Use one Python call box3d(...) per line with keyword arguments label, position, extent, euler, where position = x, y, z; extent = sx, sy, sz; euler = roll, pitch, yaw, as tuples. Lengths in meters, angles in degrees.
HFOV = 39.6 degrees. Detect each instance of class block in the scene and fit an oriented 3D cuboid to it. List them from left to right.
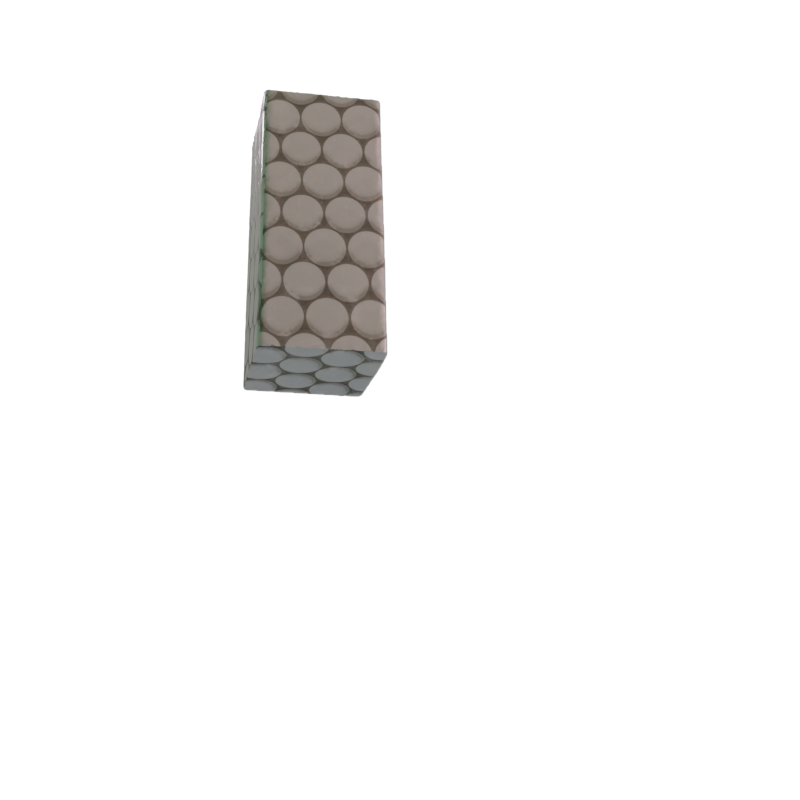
box3d(label="block", position=(-0.064, -0.117, 0.821), extent=(0.089, 0.218, 0.086), euler=(4, -26, -11))
